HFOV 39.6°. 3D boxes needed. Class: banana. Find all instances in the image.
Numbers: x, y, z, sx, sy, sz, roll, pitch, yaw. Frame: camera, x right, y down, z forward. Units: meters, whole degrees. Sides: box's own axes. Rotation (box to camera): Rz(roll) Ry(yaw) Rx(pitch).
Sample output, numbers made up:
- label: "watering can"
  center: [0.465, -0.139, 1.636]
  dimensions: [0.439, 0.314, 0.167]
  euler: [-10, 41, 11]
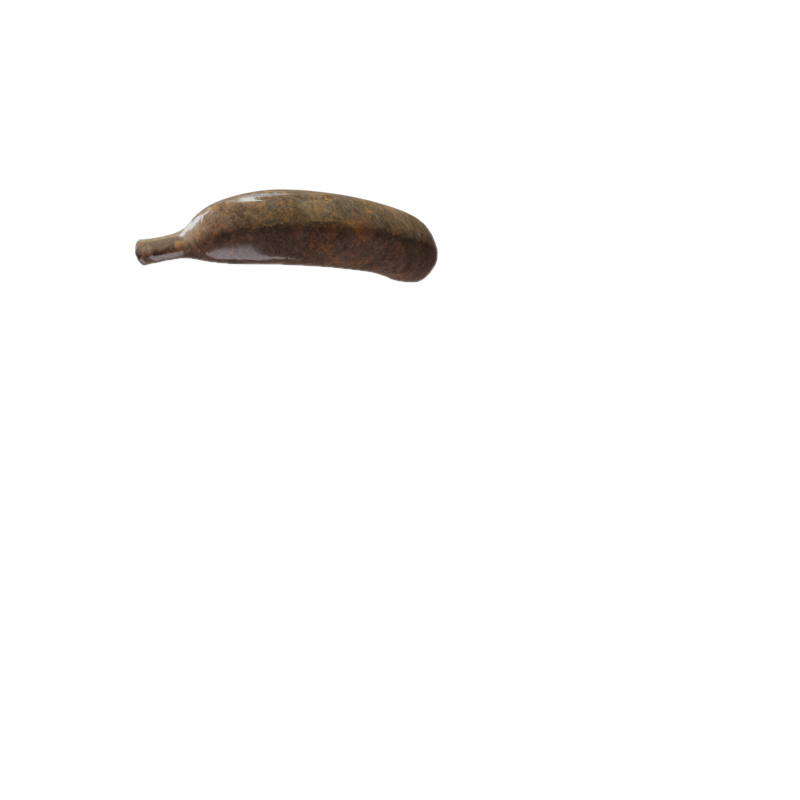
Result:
- label: "banana"
  center: [-0.034, -0.082, 0.557]
  dimensions: [0.072, 0.037, 0.189]
  euler: [-1, 0, 45]
